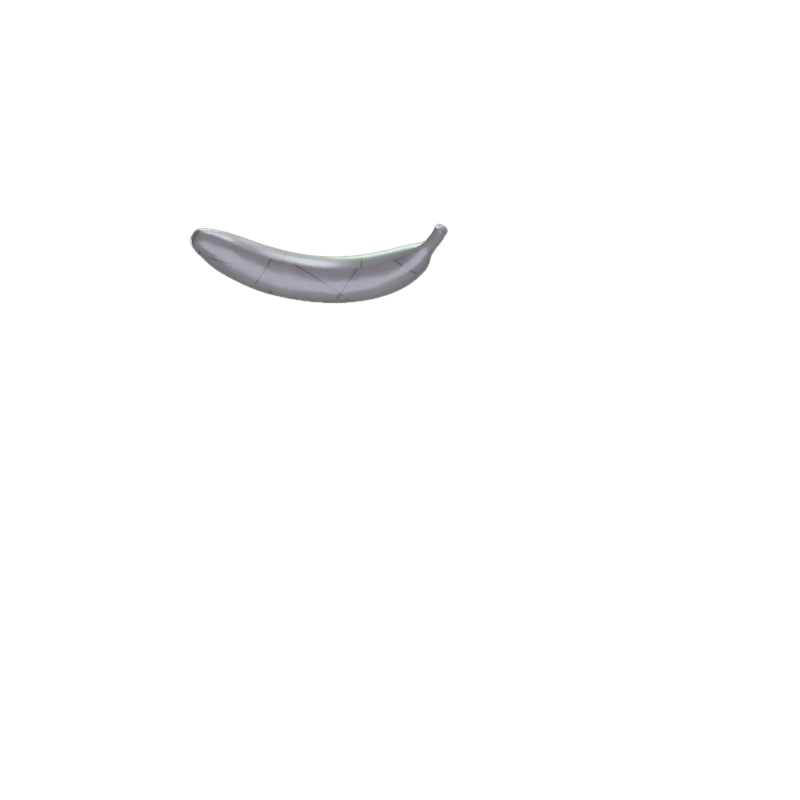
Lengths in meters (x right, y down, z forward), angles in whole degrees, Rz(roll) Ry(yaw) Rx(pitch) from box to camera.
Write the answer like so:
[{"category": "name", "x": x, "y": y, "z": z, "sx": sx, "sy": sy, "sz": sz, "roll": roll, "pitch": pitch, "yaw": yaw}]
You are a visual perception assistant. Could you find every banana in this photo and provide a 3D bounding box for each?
[{"category": "banana", "x": -0.063, "y": -0.107, "z": 0.868, "sx": 0.198, "sy": 0.066, "sz": 0.039, "roll": -2, "pitch": 26, "yaw": 1}]
